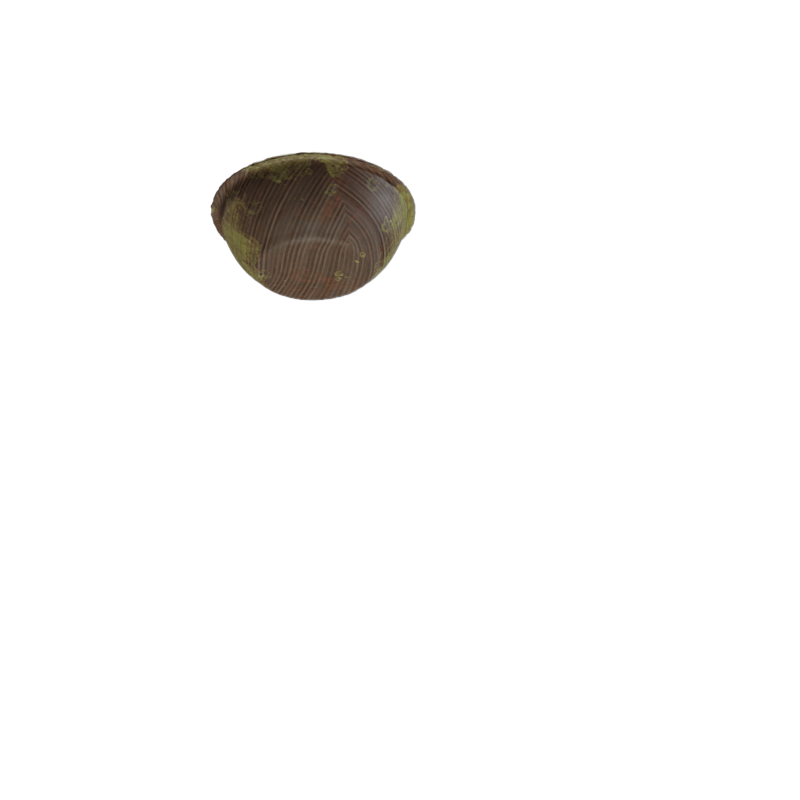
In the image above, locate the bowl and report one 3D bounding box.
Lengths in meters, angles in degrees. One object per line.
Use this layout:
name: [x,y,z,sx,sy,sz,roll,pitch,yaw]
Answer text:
bowl: [-0.067,-0.123,0.862,0.162,0.059,0.153,1,-27,-2]
